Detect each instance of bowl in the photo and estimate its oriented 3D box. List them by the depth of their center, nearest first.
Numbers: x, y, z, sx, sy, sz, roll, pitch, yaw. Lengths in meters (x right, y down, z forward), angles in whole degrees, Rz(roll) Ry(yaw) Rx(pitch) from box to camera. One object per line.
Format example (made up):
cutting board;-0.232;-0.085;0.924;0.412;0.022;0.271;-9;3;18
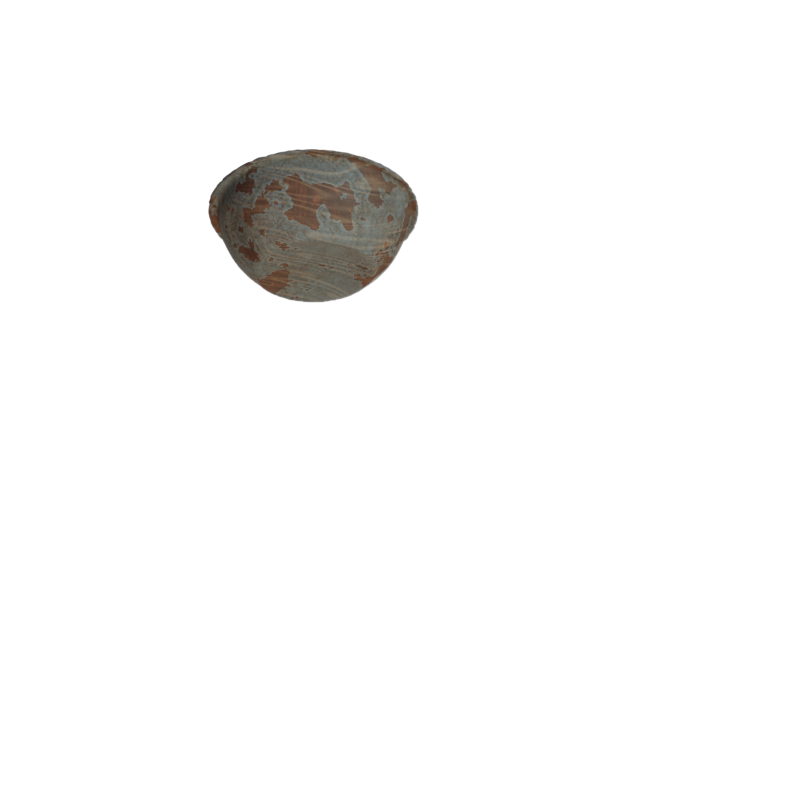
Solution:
bowl;-0.066;-0.120;0.838;0.162;0.059;0.152;1;-28;-2
